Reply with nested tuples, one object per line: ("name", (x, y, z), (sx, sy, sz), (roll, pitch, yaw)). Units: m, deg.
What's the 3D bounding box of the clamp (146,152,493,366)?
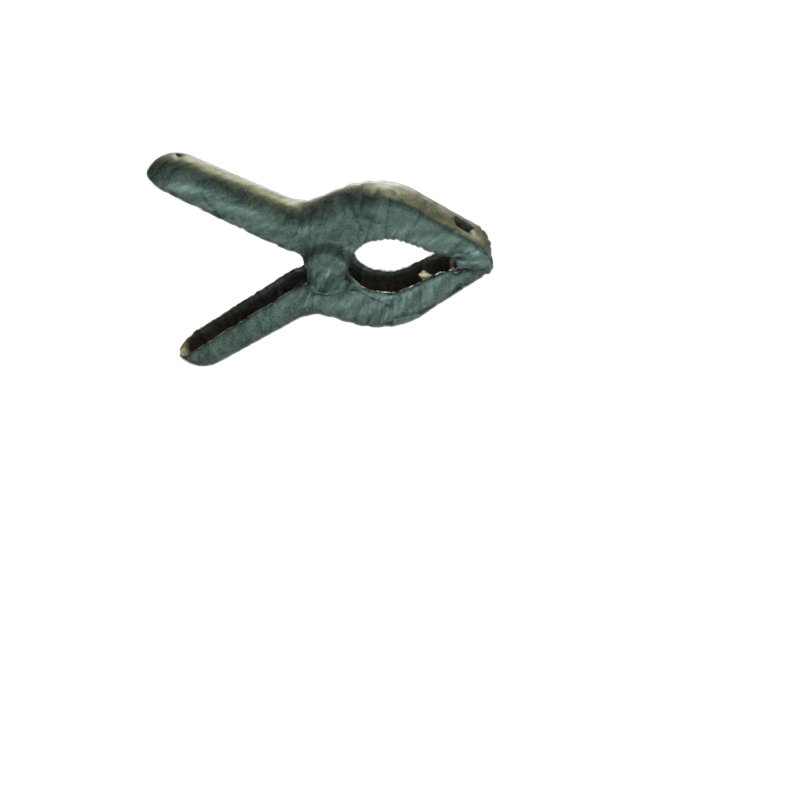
("clamp", (-0.043, -0.079, 0.552), (0.172, 0.111, 0.042), (-10, 38, 8))
